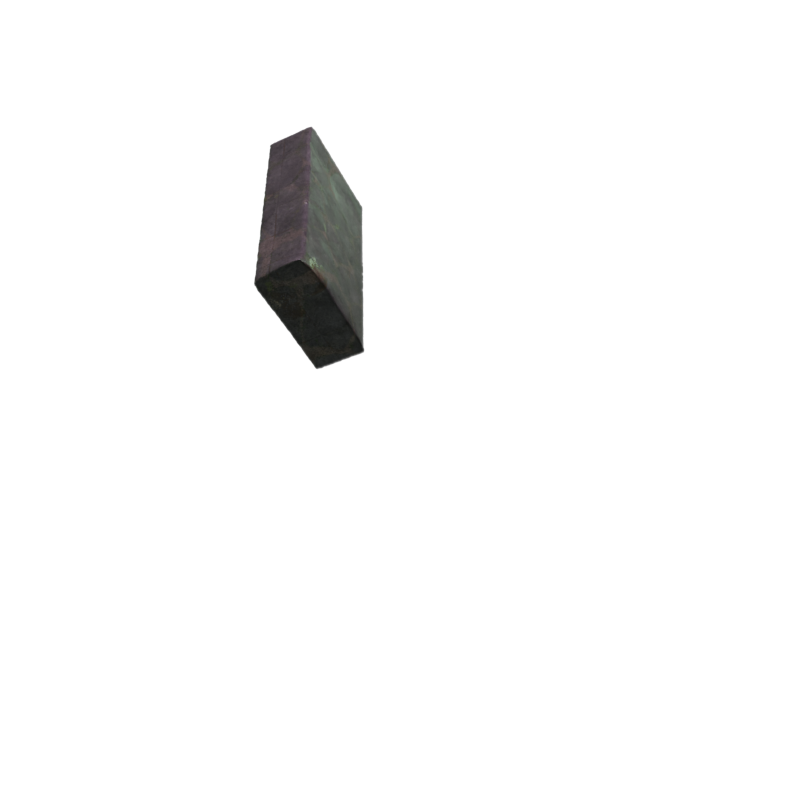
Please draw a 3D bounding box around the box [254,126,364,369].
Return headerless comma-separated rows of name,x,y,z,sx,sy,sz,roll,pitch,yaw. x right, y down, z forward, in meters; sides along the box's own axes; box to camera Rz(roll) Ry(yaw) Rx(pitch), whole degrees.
box,-0.065,-0.118,0.830,0.048,0.087,0.189,-23,38,15
